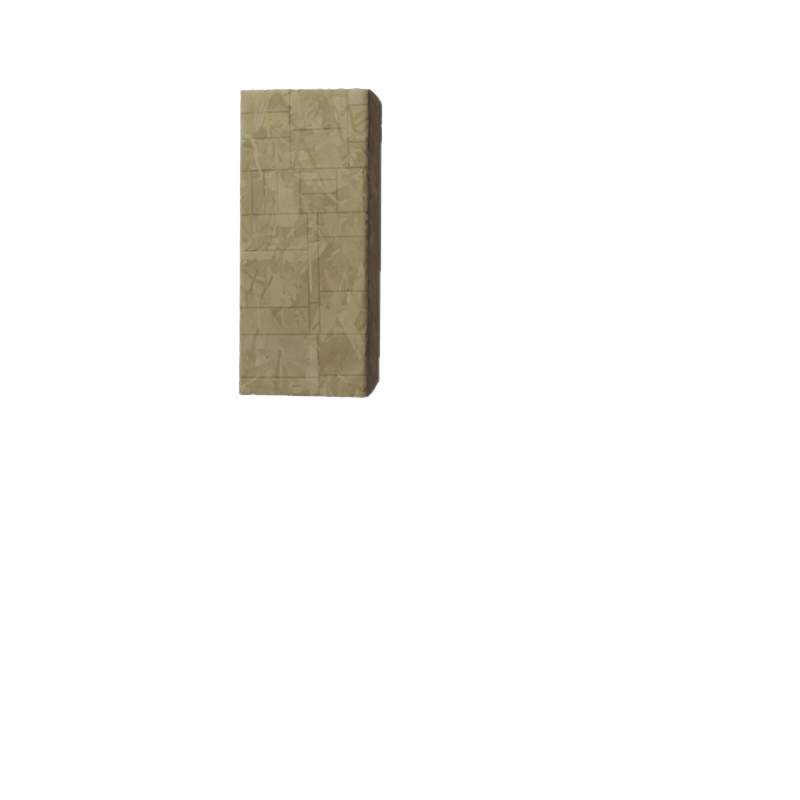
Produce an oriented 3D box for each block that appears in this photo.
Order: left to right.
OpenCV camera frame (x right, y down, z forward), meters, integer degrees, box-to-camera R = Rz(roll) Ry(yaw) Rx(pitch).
[{"bbox_3d":[-0.061,-0.112,0.784,0.092,0.206,0.090,0,2,7],"label":"block"}]
